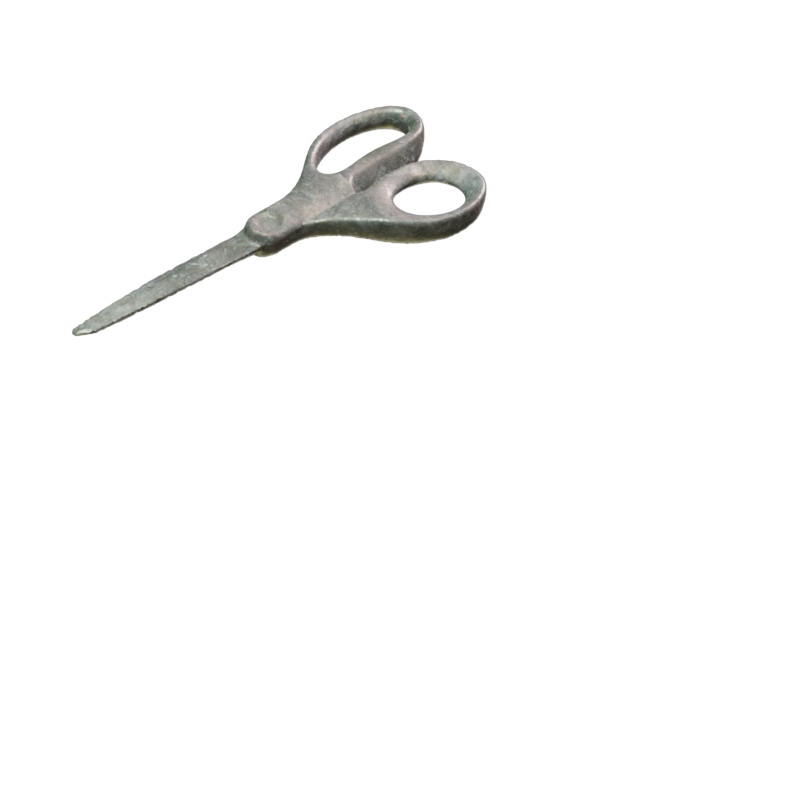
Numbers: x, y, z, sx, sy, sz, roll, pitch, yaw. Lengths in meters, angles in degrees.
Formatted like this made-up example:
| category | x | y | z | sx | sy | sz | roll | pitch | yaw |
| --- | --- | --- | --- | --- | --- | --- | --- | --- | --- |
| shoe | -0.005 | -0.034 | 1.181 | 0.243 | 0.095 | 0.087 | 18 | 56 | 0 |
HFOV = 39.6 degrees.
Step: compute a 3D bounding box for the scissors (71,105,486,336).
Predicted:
| category | x | y | z | sx | sy | sz | roll | pitch | yaw |
| --- | --- | --- | --- | --- | --- | --- | --- | --- | --- |
| scissors | -0.038 | -0.069 | 0.483 | 0.101 | 0.015 | 0.206 | 25 | 52 | 22 |
